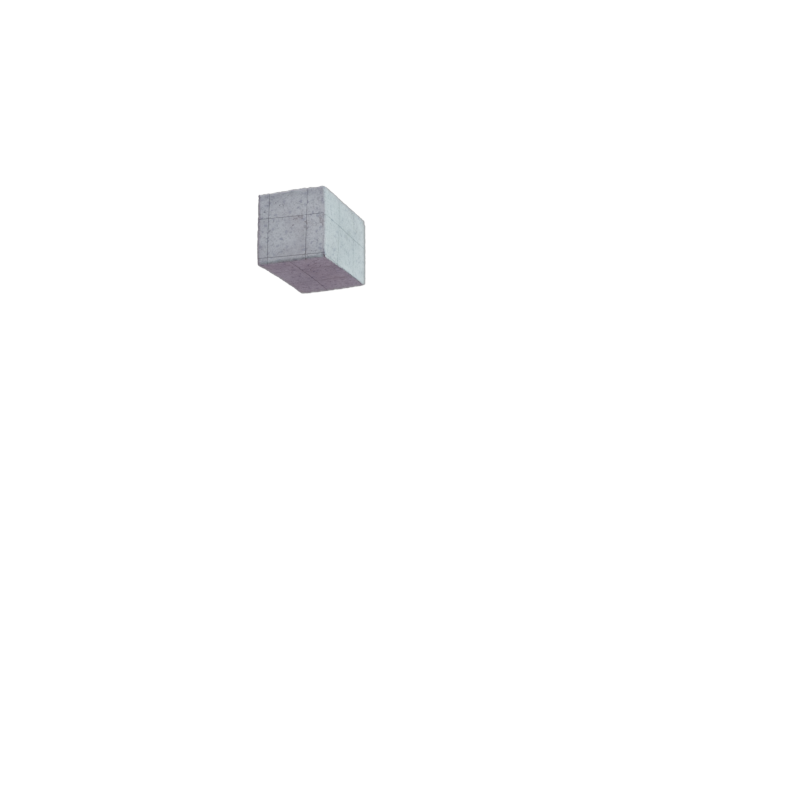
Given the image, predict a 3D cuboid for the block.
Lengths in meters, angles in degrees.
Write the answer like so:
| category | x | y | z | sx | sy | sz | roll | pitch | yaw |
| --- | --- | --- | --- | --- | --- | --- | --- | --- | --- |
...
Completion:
| category | x | y | z | sx | sy | sz | roll | pitch | yaw |
| --- | --- | --- | --- | --- | --- | --- | --- | --- | --- |
| block | -0.061 | -0.111 | 0.781 | 0.054 | 0.053 | 0.074 | -6 | -15 | 19 |
